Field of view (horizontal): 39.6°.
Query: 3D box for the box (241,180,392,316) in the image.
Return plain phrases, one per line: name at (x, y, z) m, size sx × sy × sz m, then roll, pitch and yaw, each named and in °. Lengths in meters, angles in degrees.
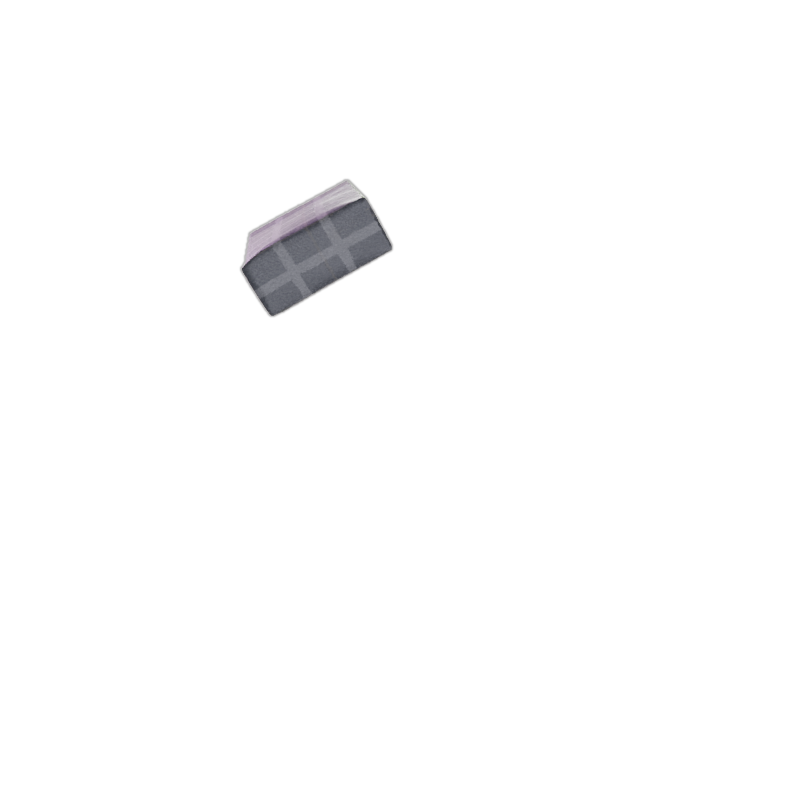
box at (-0.061, -0.112, 0.788) m, size 0.093 × 0.047 × 0.181 m, roll -28°, pitch 13°, yaw 2°
